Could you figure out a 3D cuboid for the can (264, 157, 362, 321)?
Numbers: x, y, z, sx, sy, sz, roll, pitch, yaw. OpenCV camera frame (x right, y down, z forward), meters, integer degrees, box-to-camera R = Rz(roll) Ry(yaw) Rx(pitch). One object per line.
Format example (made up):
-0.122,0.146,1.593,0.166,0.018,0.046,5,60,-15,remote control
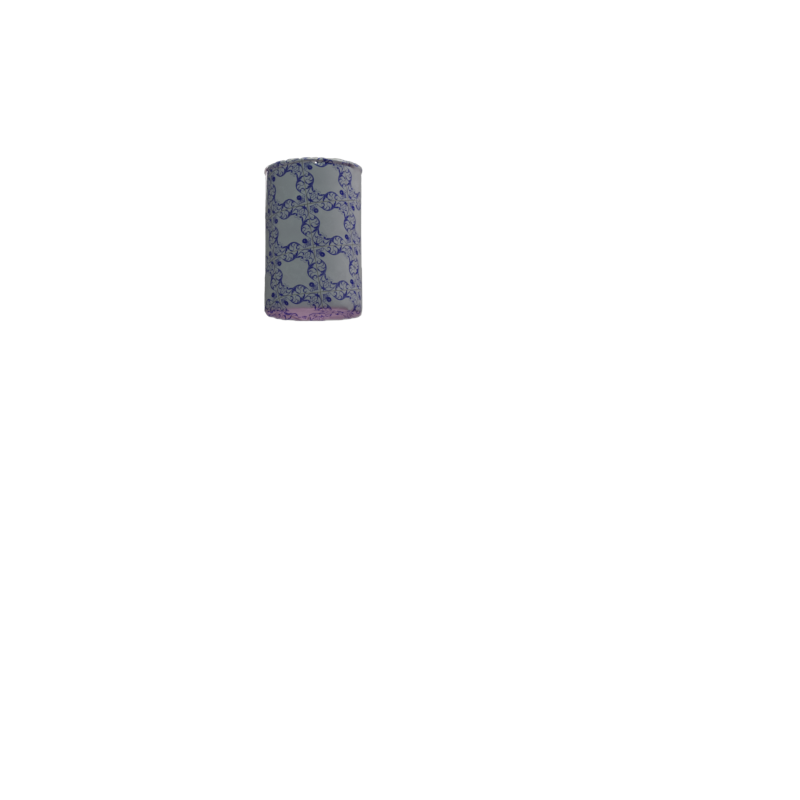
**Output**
-0.059,-0.108,0.758,0.068,0.105,0.067,0,-8,-2,can
